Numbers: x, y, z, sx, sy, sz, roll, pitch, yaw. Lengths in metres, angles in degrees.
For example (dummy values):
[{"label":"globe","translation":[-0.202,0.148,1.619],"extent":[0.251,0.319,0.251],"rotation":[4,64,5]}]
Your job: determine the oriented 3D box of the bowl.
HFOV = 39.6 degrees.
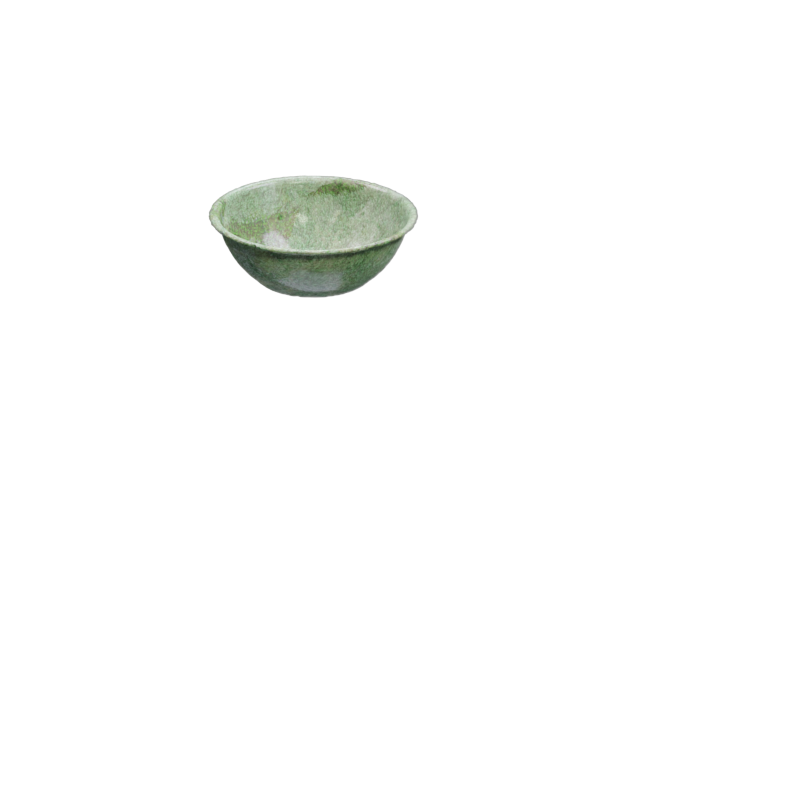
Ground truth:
[{"label":"bowl","translation":[-0.068,-0.124,0.866],"extent":[0.162,0.052,0.172],"rotation":[-1,29,-2]}]
